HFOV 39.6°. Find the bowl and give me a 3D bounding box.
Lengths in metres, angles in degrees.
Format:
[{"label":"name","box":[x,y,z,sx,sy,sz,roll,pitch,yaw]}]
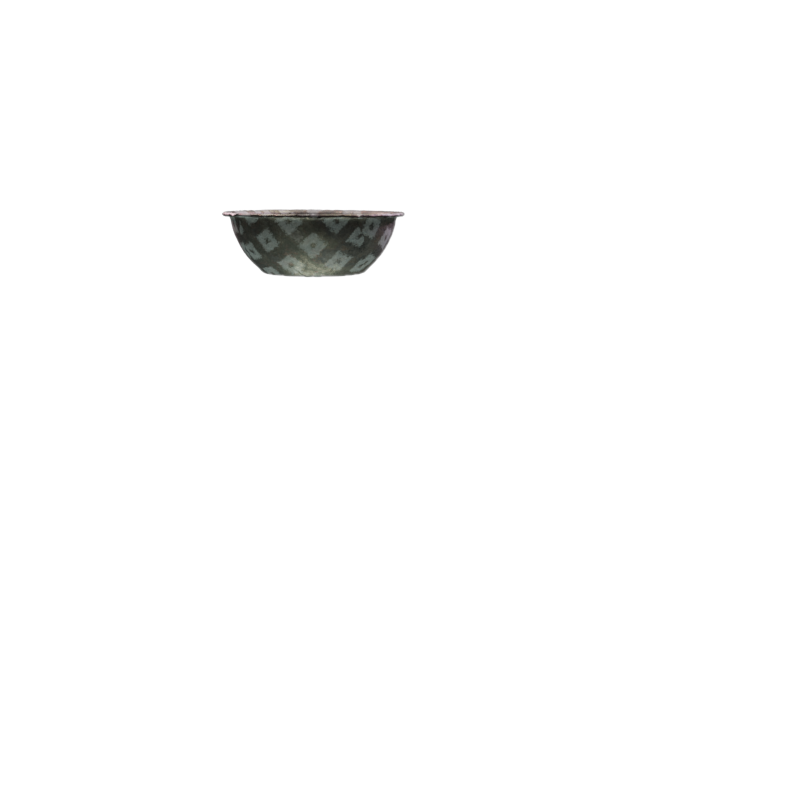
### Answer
[{"label":"bowl","box":[-0.077,-0.141,0.985,0.162,0.054,0.165,0,11,-2]}]
